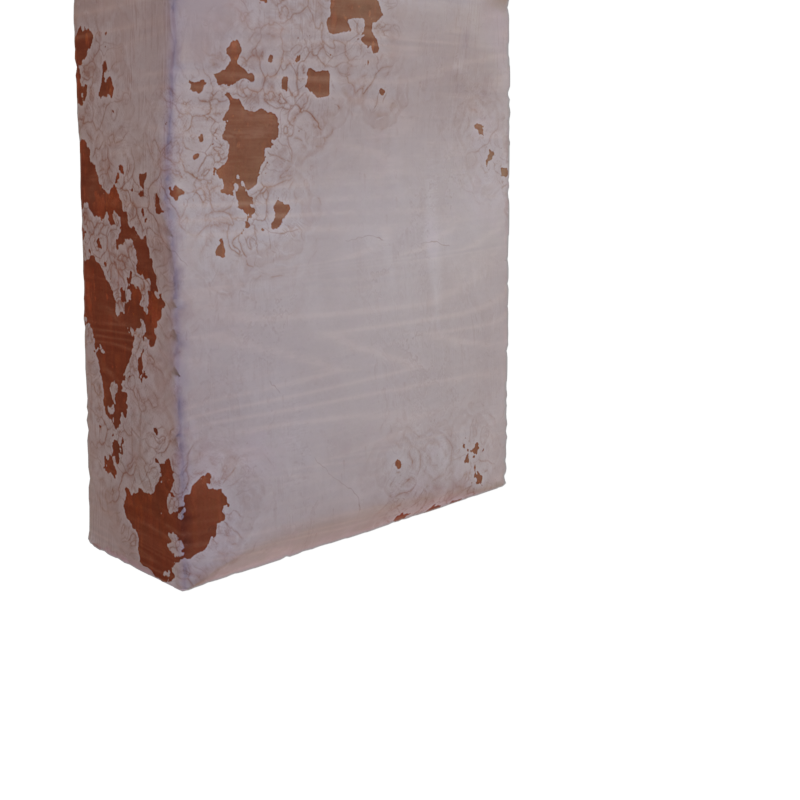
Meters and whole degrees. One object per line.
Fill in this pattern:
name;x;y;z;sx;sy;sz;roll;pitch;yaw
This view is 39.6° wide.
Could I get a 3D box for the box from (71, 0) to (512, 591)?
box;-0.032;-0.059;0.414;0.159;0.211;0.075;-7;9;-42
